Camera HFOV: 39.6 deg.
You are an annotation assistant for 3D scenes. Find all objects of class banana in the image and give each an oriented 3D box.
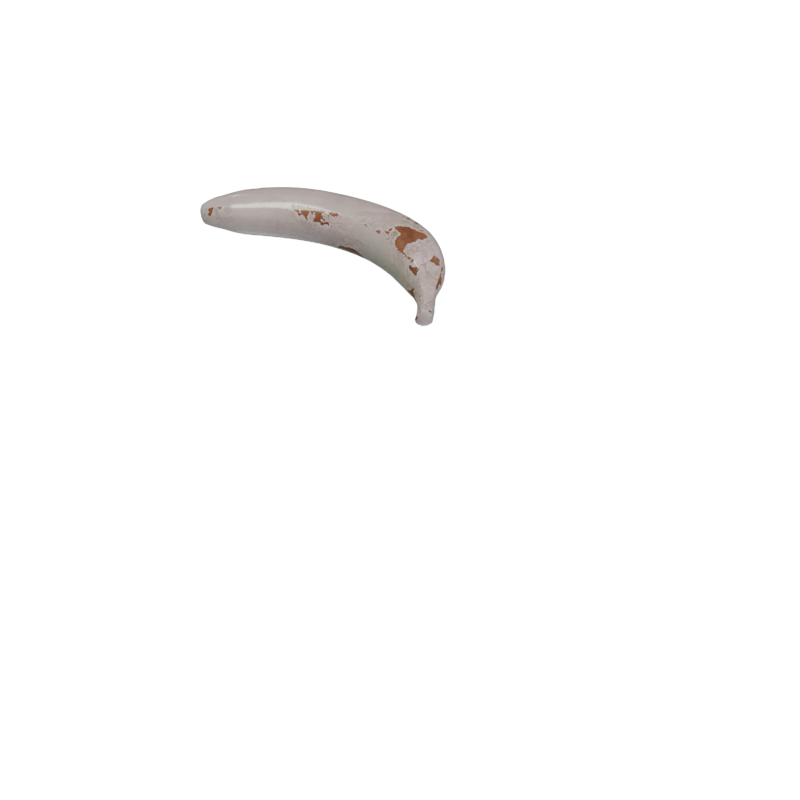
[{"bbox_3d":[-0.043,-0.111,0.736,0.210,0.034,0.070,26,42,32],"label":"banana"}]
